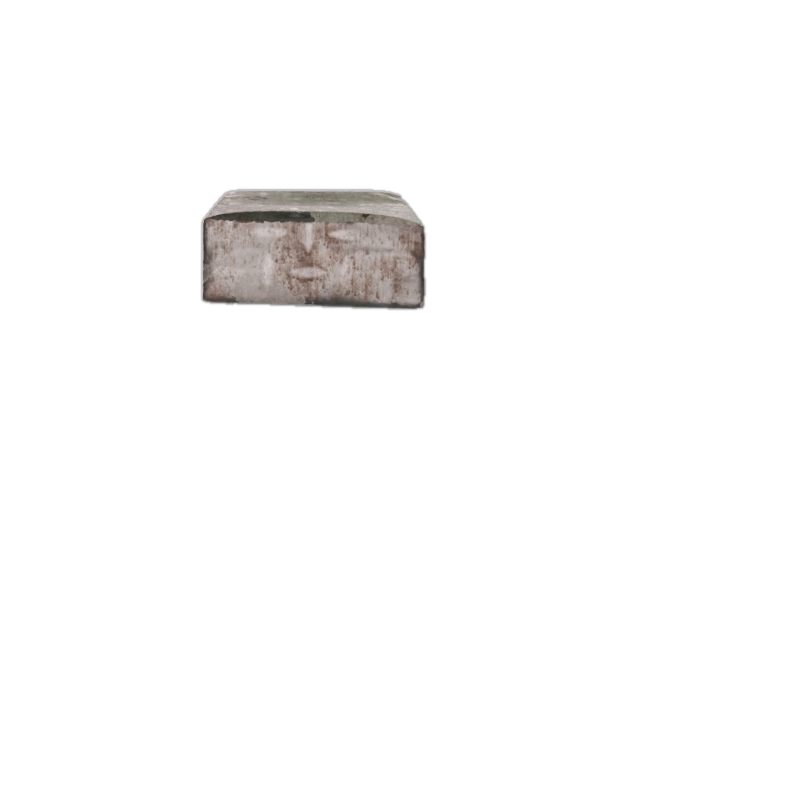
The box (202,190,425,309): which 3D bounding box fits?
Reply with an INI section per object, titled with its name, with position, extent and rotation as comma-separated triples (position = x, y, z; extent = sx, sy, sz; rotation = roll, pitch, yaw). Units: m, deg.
[box]
position = -0.071, -0.129, 0.902
extent = 0.164, 0.070, 0.220
rotation = 1, 15, -3
